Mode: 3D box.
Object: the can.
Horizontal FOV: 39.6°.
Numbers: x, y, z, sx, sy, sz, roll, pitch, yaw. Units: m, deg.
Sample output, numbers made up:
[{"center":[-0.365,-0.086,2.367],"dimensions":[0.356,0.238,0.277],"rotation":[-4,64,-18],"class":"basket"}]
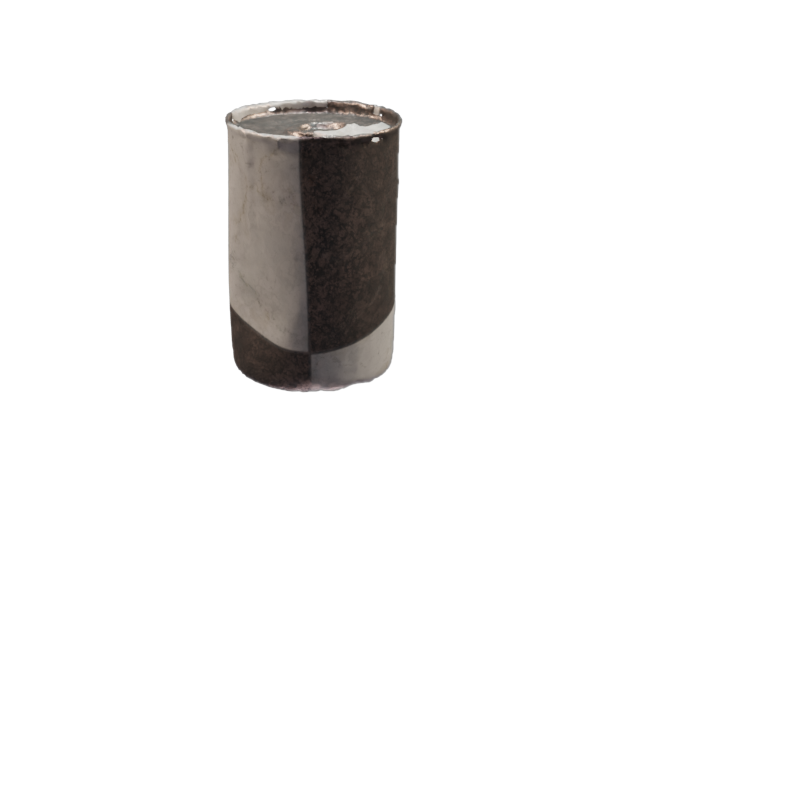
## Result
[{"center":[-0.035,-0.063,0.441],"dimensions":[0.068,0.098,0.072],"rotation":[0,21,-2],"class":"can"}]
